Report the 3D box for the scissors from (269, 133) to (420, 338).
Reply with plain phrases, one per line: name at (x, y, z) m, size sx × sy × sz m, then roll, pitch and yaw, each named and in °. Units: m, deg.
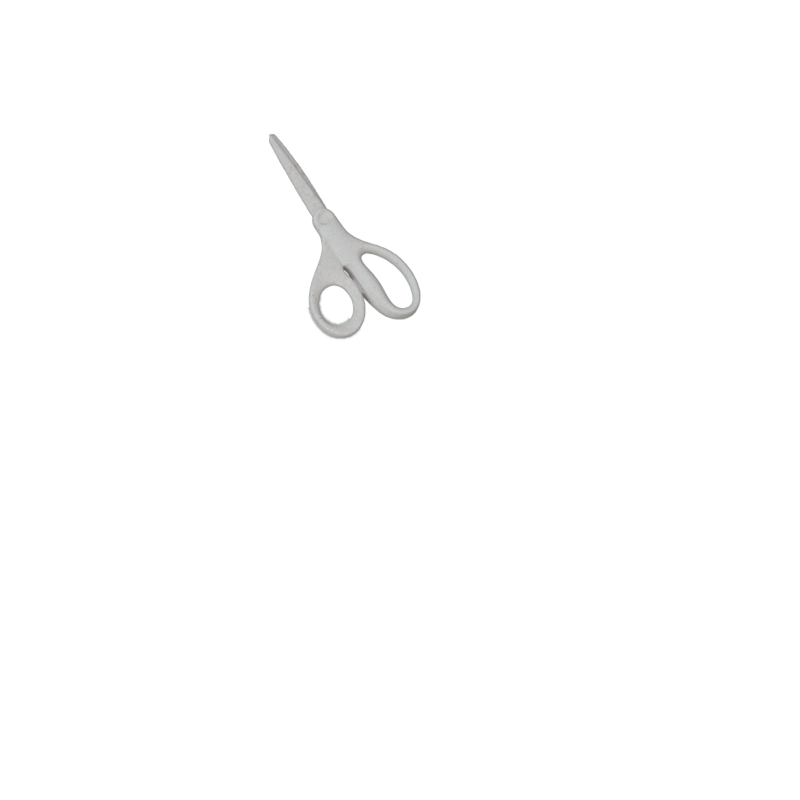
scissors at (-0.071, -0.129, 0.903) m, size 0.097 × 0.212 × 0.015 m, roll -40°, pitch -20°, yaw -18°
